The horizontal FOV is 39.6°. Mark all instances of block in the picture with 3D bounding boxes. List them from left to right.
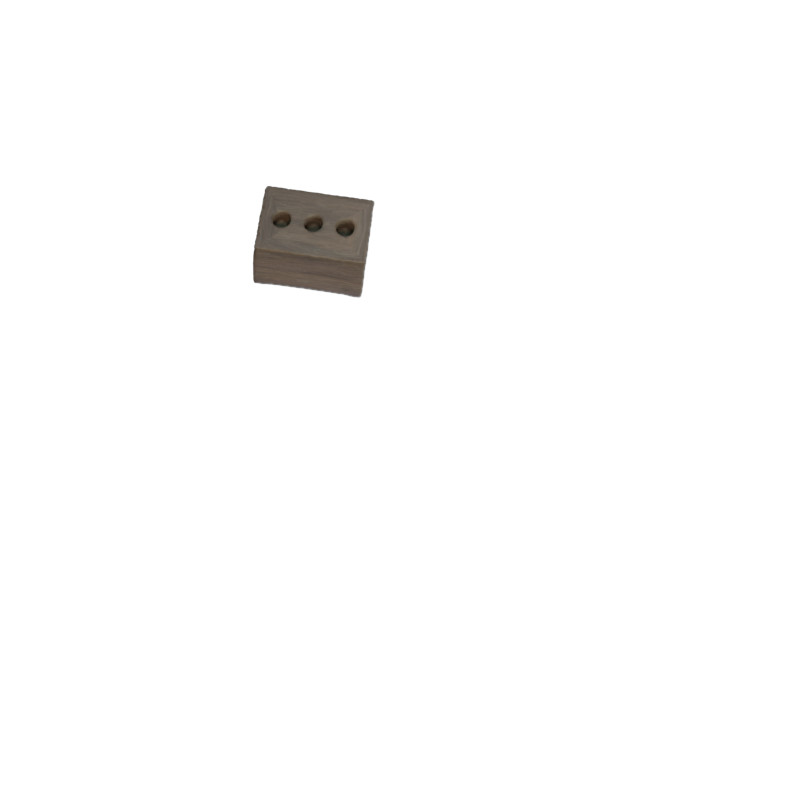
[{"bbox_3d":[-0.060,-0.110,0.769,0.078,0.056,0.048,7,-26,3],"label":"block"}]
